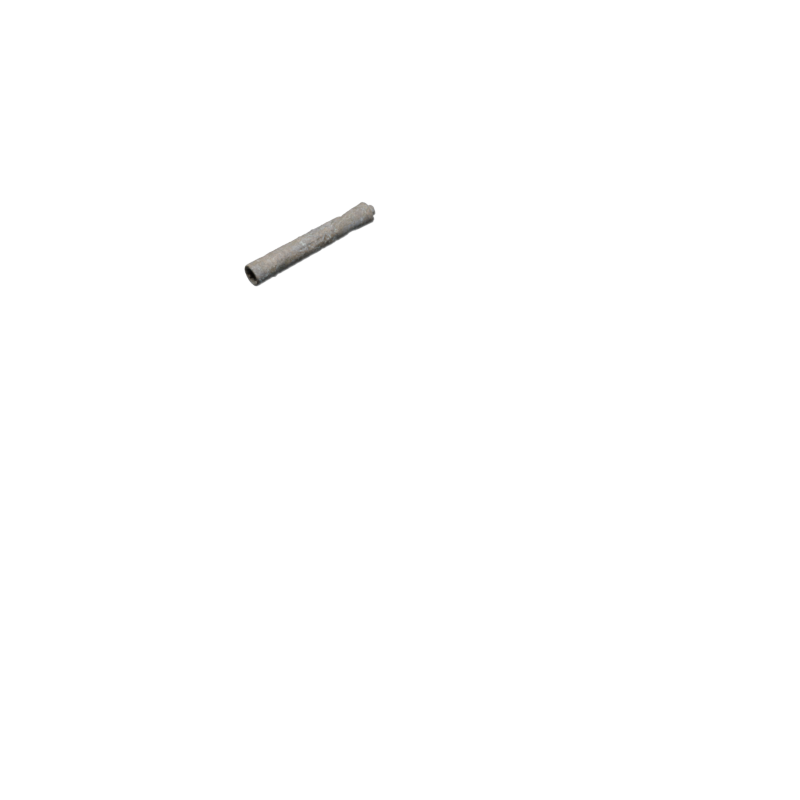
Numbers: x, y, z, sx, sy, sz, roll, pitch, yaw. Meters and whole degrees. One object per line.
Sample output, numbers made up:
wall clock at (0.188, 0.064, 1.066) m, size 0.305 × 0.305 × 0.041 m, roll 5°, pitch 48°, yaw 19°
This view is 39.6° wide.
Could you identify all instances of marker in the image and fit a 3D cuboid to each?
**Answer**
marker at (-0.069, -0.126, 0.879) m, size 0.121 × 0.019 × 0.020 m, roll -33°, pitch 19°, yaw -24°
